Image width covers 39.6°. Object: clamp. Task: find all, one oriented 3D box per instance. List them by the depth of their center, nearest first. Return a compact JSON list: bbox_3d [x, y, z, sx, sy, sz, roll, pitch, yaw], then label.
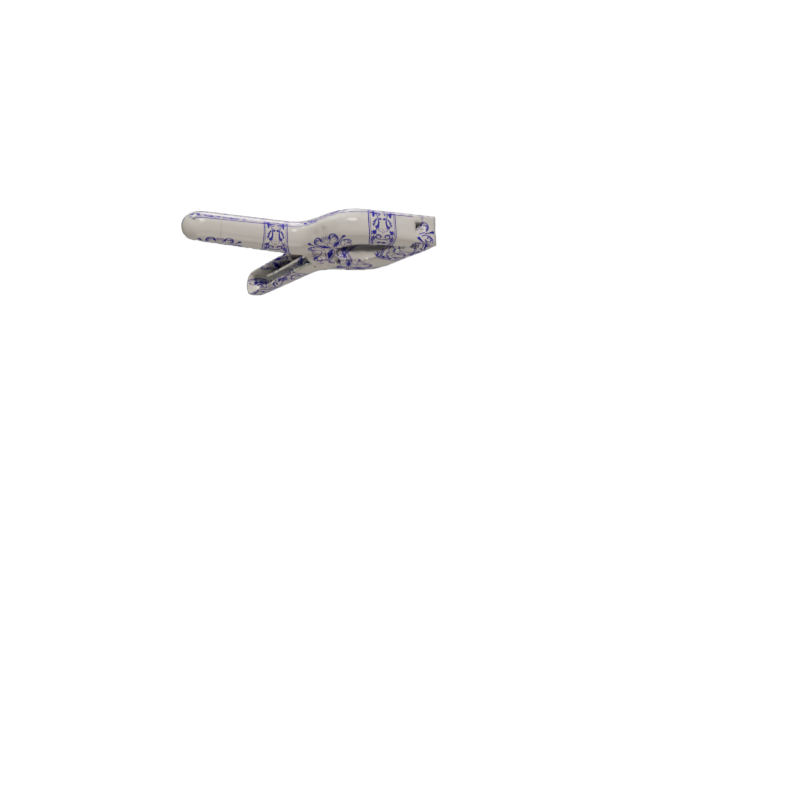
[{"bbox_3d":[-0.076,-0.138,0.965,0.214,0.038,0.154,-6,-16,22],"label":"clamp"}]
